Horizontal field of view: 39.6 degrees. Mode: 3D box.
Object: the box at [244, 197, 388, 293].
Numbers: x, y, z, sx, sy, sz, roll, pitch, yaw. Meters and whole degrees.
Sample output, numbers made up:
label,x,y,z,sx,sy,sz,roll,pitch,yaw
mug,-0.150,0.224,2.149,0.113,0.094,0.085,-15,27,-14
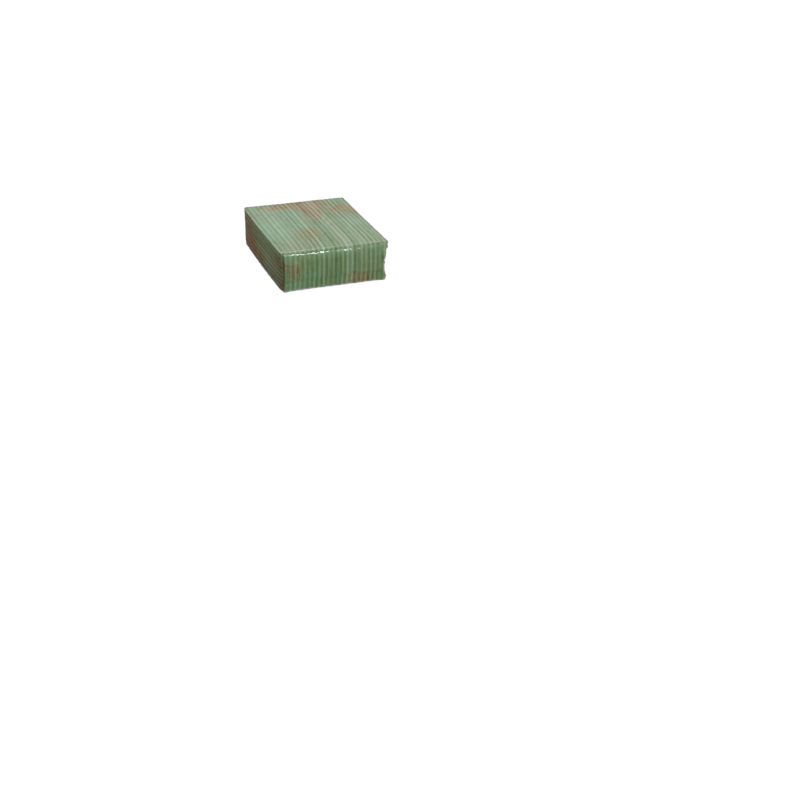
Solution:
label,x,y,z,sx,sy,sz,roll,pitch,yaw
box,-0.071,-0.130,0.909,0.088,0.037,0.122,-10,31,-18
